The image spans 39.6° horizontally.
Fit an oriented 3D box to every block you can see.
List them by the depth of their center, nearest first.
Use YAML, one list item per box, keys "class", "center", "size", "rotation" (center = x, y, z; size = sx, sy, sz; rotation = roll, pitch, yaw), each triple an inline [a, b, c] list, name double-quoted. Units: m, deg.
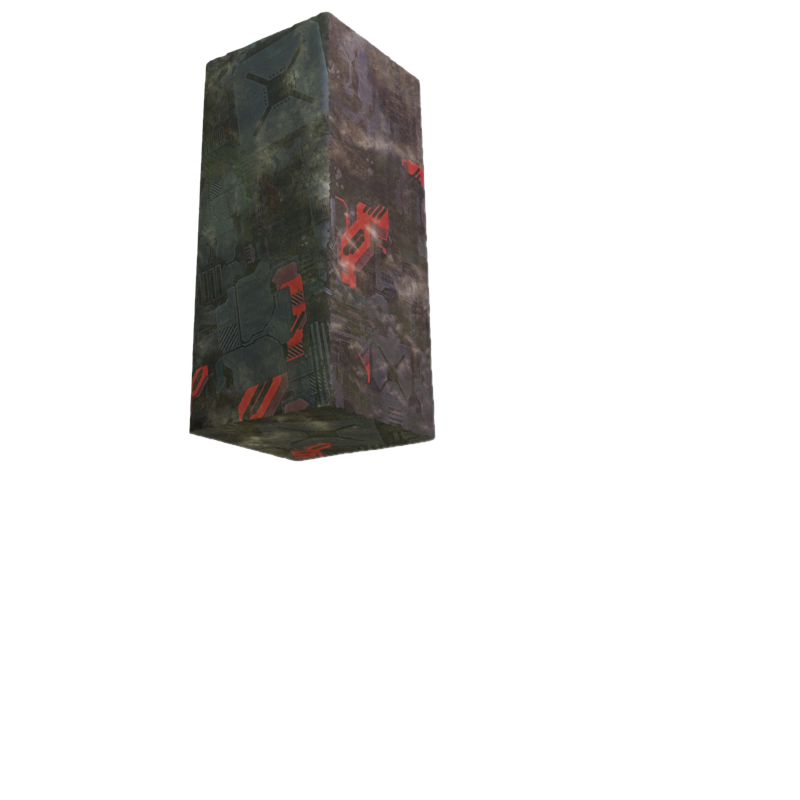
- class: "block"
  center: [-0.046, -0.083, 0.580]
  size: [0.092, 0.217, 0.085]
  rotation: [-15, -25, 32]
